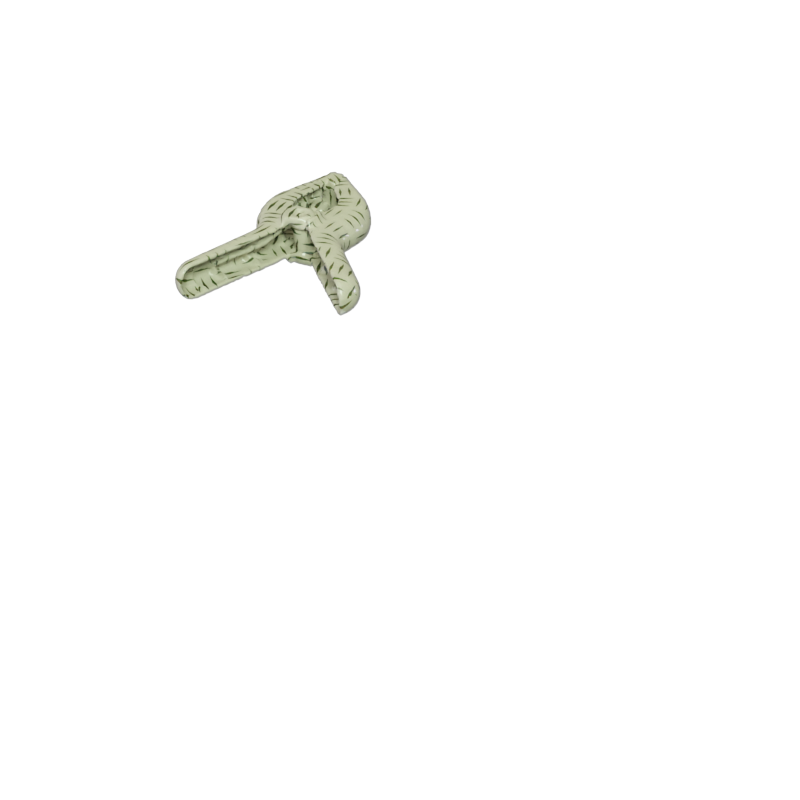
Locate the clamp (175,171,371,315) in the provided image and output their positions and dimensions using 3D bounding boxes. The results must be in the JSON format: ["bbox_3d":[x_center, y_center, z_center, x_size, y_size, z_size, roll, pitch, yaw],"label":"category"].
[{"bbox_3d":[-0.058,-0.106,0.742,0.125,0.037,0.176,15,39,19],"label":"clamp"}]
